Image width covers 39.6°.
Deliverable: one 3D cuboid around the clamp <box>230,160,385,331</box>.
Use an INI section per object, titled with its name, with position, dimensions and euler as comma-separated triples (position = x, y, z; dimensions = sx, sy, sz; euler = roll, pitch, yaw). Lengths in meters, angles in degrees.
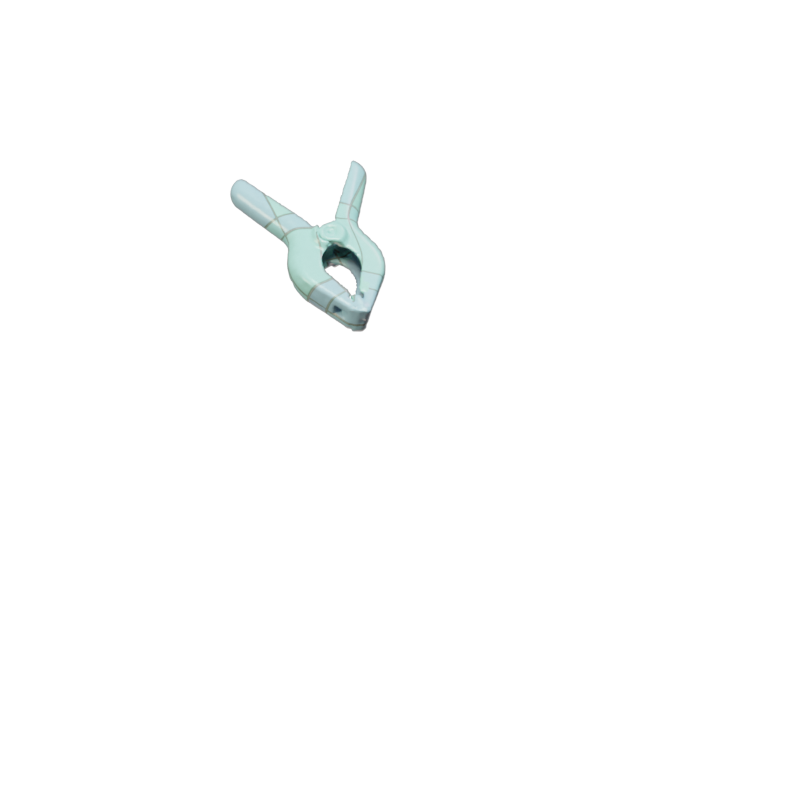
[clamp]
position = -0.071, -0.130, 0.908
dimensions = 0.119, 0.185, 0.036
euler = -9, -39, -8
